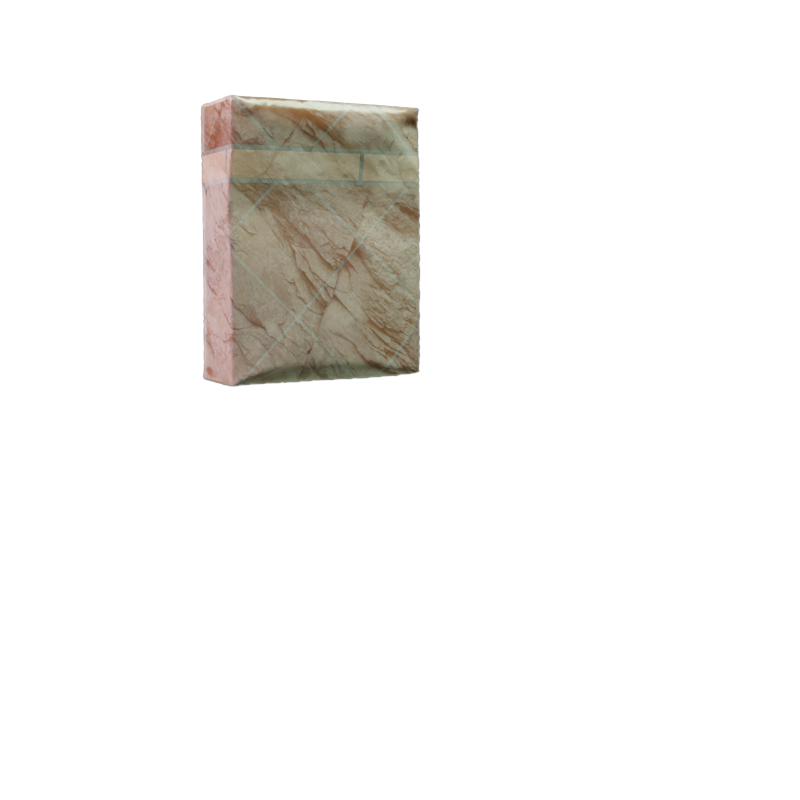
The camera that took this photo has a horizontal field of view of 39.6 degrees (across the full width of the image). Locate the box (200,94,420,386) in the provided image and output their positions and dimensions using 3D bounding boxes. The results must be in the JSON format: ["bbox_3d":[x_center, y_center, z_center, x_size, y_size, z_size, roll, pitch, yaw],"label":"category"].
[{"bbox_3d":[-0.067,-0.123,0.859,0.159,0.214,0.074,-1,1,-27],"label":"box"}]
